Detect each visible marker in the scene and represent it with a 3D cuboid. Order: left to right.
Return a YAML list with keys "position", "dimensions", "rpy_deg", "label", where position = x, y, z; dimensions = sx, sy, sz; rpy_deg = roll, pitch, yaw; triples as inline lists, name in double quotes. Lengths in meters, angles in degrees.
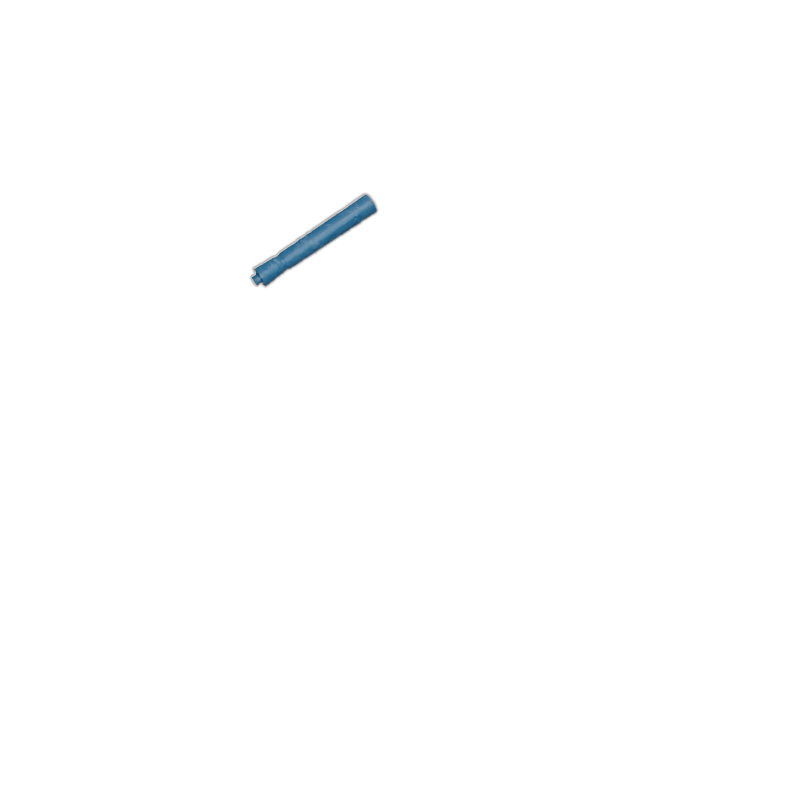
- position: [-0.073, -0.133, 0.929]
  dimensions: [0.121, 0.019, 0.020]
  rpy_deg: [-35, 12, -10]
  label: "marker"
